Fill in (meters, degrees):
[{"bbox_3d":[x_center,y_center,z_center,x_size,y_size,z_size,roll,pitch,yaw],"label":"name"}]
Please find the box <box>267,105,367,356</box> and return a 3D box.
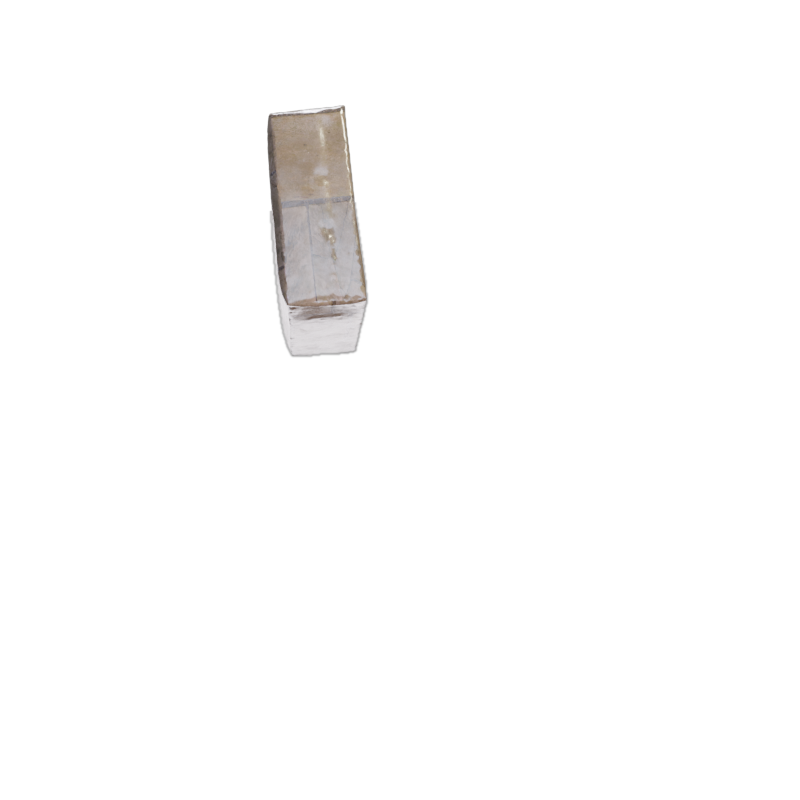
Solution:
[{"bbox_3d":[-0.075,-0.138,0.964,0.071,0.170,0.207,-6,-11,-5],"label":"box"}]
